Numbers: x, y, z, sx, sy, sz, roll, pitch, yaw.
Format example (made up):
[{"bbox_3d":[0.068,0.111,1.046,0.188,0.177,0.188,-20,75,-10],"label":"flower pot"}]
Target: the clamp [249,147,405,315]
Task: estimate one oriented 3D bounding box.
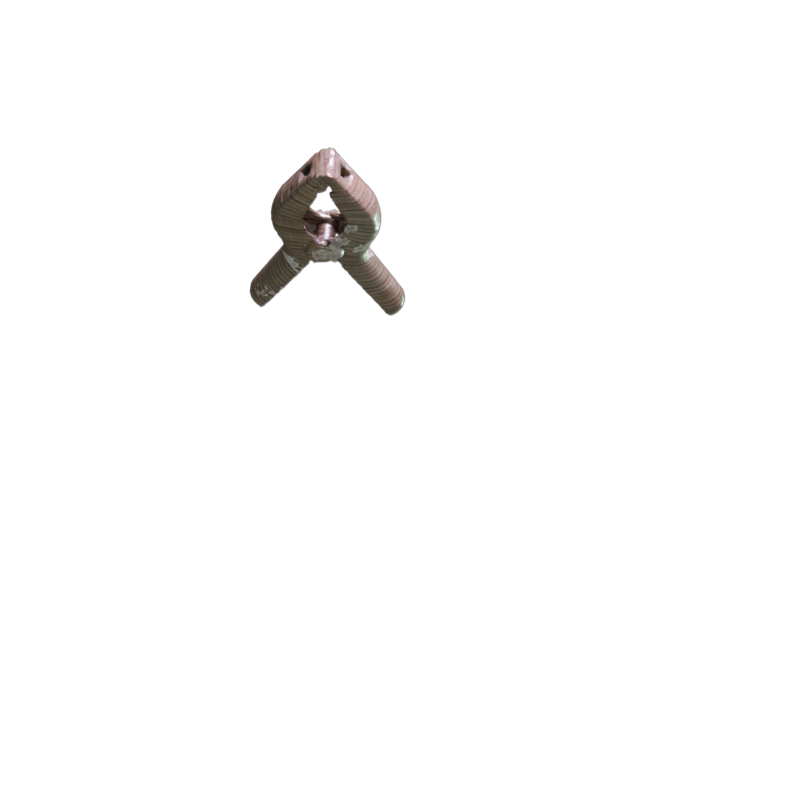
[{"bbox_3d":[-0.064,-0.117,0.817,0.121,0.042,0.159,-5,-38,6],"label":"clamp"}]
